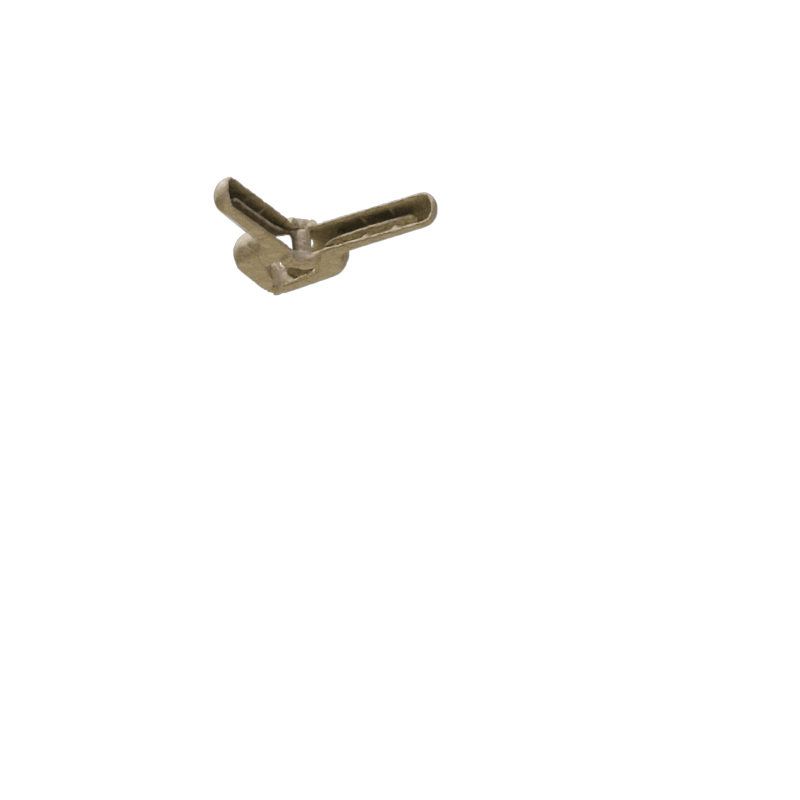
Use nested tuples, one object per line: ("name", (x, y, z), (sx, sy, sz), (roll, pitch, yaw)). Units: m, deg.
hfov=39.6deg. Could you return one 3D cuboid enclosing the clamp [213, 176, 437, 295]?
("clamp", (-0.069, -0.125, 0.876), (0.162, 0.038, 0.205), (2, -12, -10))
